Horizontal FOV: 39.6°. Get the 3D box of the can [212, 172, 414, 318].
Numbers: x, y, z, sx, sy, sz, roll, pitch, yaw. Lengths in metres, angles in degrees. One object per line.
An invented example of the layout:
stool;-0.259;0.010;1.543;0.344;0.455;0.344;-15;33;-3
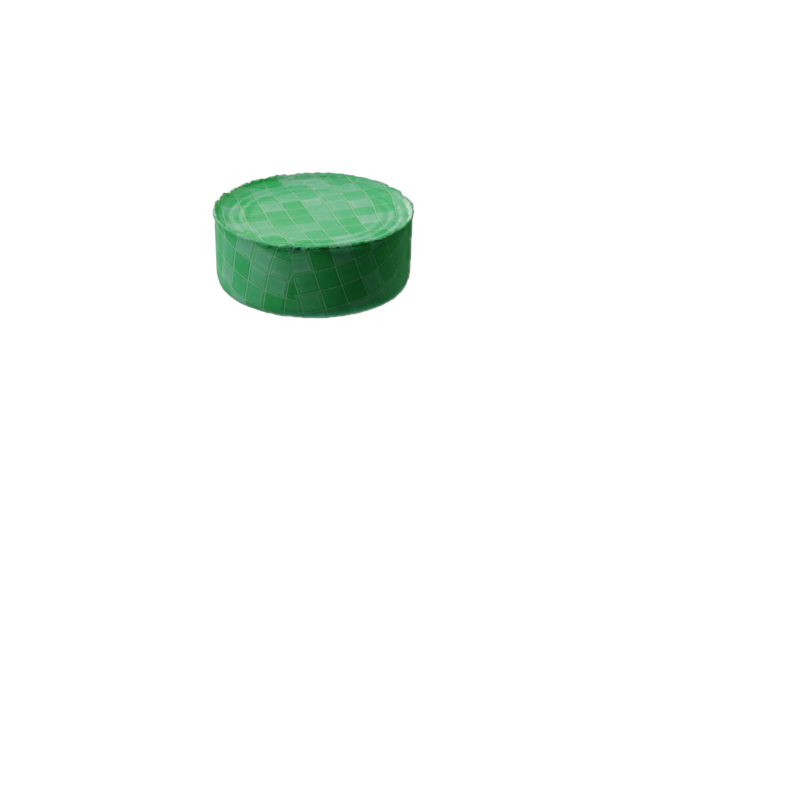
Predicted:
can;-0.037;-0.068;0.479;0.086;0.032;0.091;-1;29;-2
